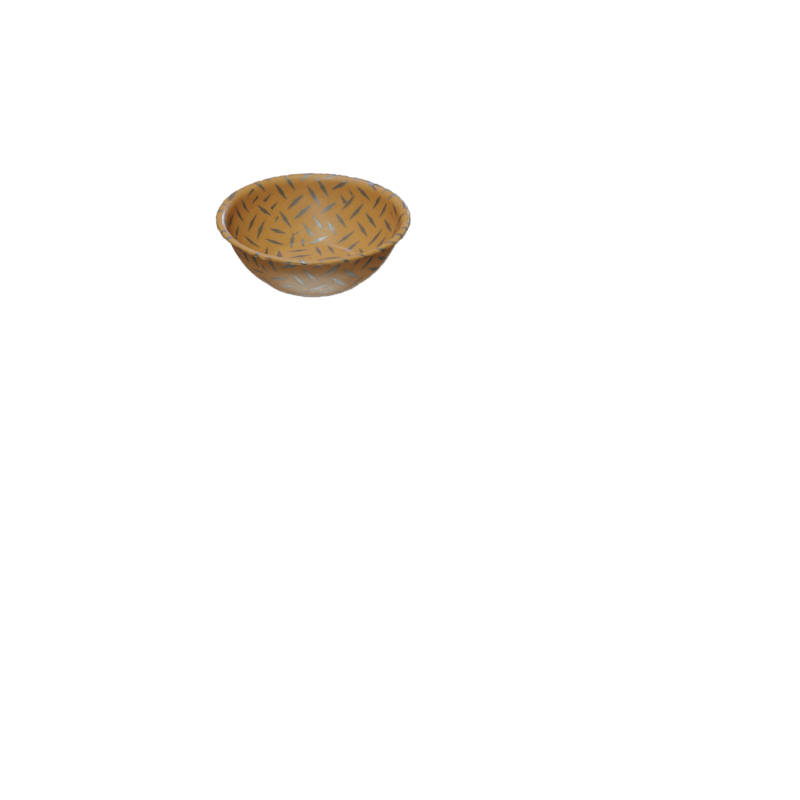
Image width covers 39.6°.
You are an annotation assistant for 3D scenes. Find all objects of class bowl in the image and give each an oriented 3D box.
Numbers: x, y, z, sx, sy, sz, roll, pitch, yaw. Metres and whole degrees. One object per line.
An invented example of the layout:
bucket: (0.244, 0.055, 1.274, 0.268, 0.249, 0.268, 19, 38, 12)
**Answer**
bowl: (-0.073, -0.133, 0.931, 0.162, 0.052, 0.173, -1, 35, -2)
